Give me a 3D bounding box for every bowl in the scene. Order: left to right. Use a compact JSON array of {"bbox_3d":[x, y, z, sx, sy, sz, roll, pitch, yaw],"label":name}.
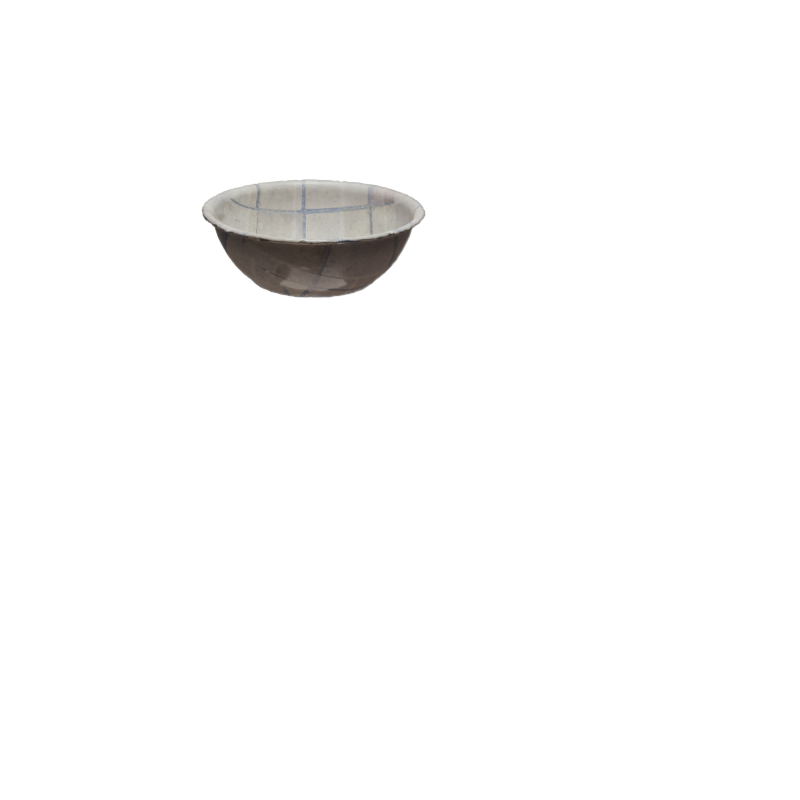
[{"bbox_3d":[-0.063,-0.116,0.811,0.162,0.052,0.170,-1,24,-2],"label":"bowl"}]
